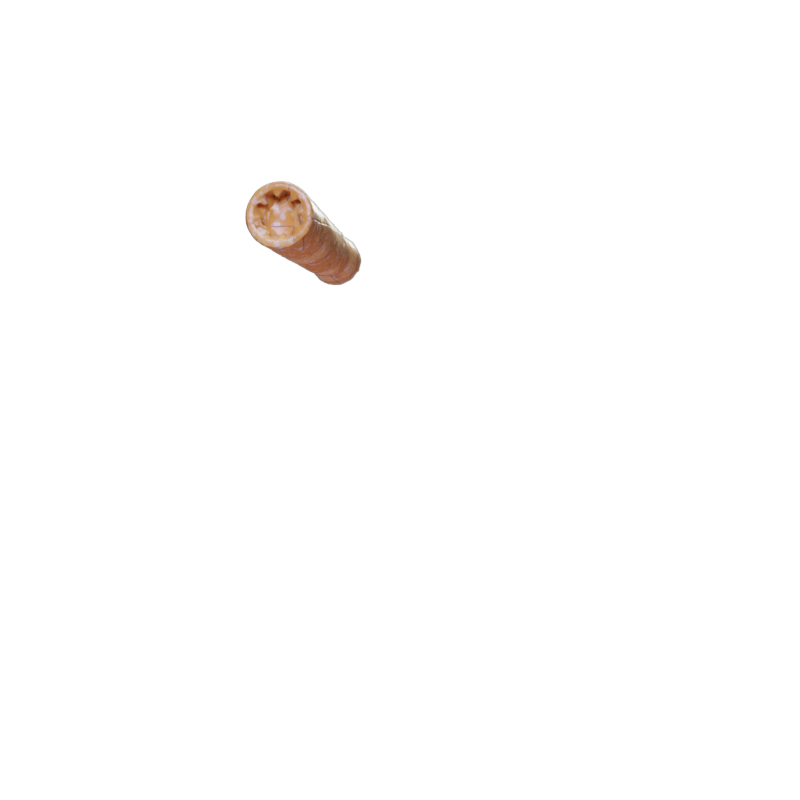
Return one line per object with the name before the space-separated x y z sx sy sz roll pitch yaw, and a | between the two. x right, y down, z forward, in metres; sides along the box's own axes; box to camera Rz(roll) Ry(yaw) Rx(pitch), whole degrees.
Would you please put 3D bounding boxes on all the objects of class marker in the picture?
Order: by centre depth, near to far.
marker | -0.028 -0.051 0.360 0.020 0.020 0.119 1 1 5
